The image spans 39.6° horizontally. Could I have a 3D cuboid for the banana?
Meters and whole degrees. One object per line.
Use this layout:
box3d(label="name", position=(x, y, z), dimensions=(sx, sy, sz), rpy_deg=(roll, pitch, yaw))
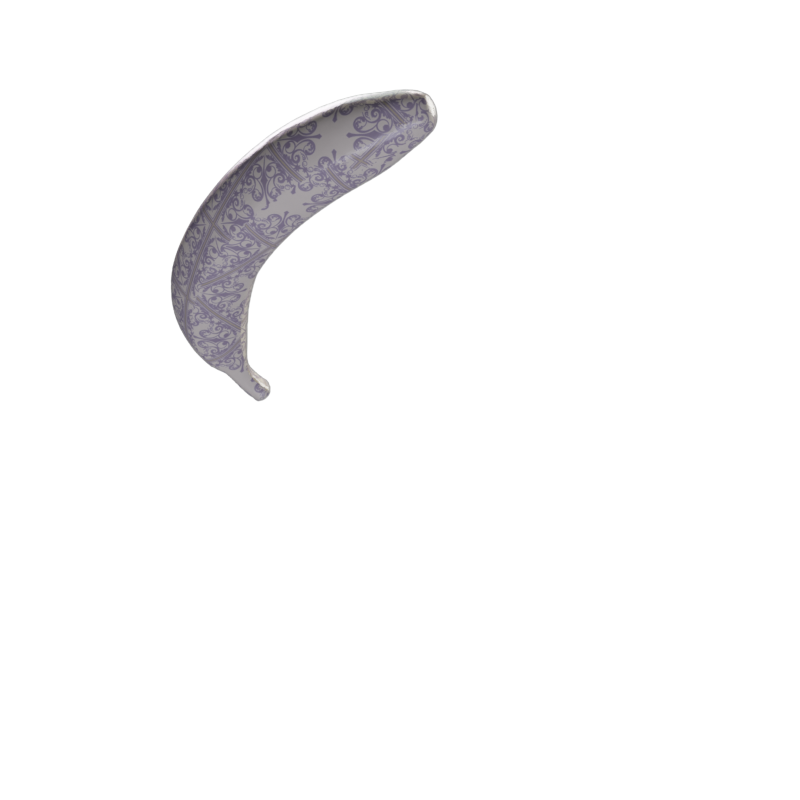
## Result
box3d(label="banana", position=(-0.056, -0.071, 0.481), dimensions=(0.067, 0.039, 0.191), rpy_deg=(16, -41, -20))
